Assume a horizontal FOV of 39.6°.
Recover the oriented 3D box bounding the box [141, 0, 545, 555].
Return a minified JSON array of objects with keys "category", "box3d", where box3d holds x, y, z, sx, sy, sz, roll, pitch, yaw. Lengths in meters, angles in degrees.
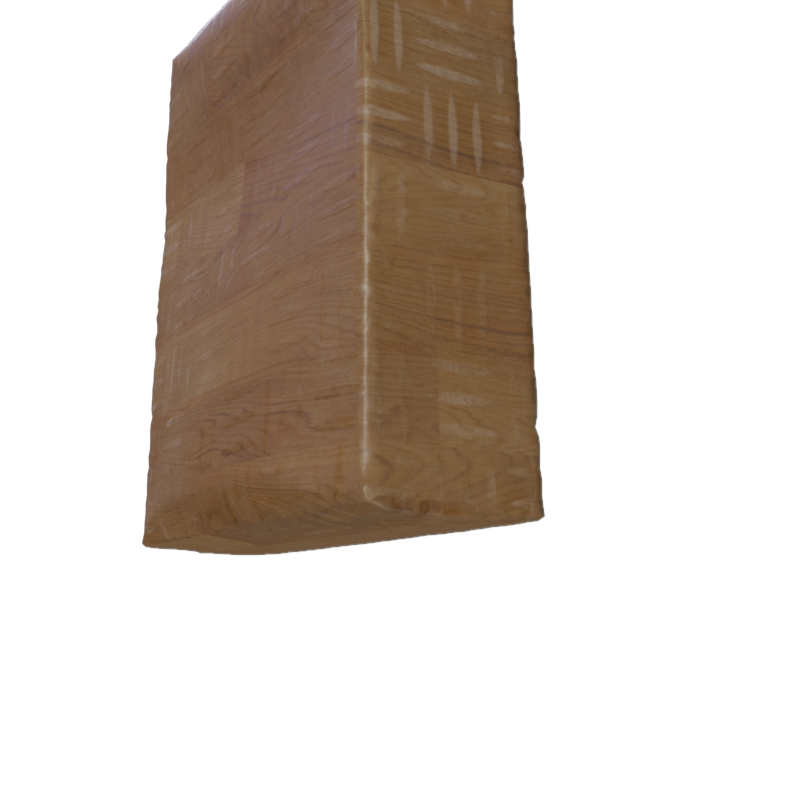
[{"category":"box","box3d":[-0.032,-0.058,0.407,0.069,0.223,0.165,10,-19,-32]}]
